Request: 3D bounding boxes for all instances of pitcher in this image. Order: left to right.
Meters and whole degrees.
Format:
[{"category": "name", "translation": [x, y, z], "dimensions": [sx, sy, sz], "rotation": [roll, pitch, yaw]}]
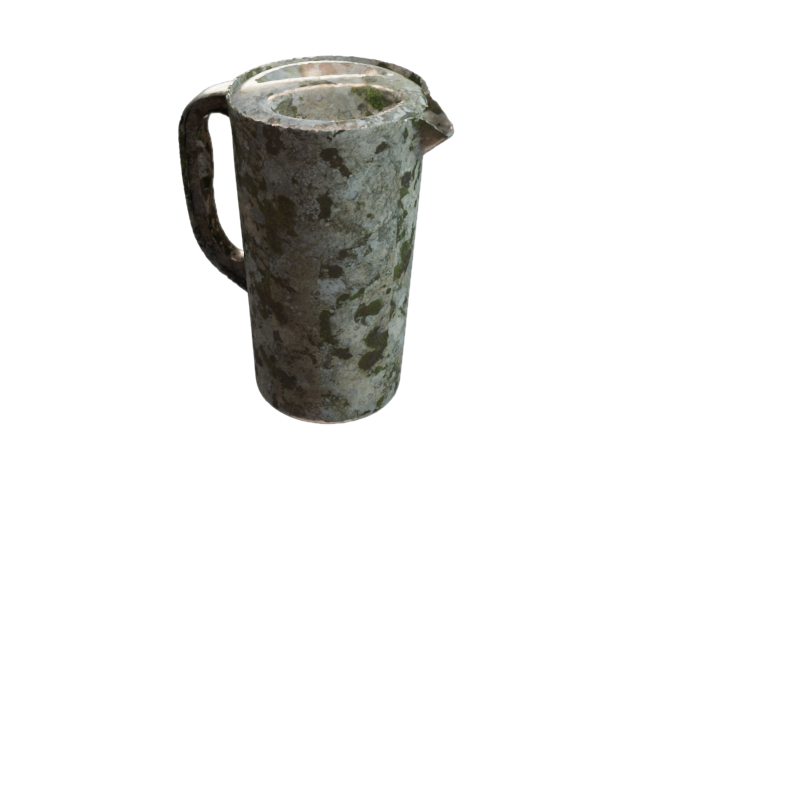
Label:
[{"category": "pitcher", "translation": [-0.061, -0.111, 0.774], "dimensions": [0.143, 0.228, 0.161], "rotation": [-15, 36, -26]}]
